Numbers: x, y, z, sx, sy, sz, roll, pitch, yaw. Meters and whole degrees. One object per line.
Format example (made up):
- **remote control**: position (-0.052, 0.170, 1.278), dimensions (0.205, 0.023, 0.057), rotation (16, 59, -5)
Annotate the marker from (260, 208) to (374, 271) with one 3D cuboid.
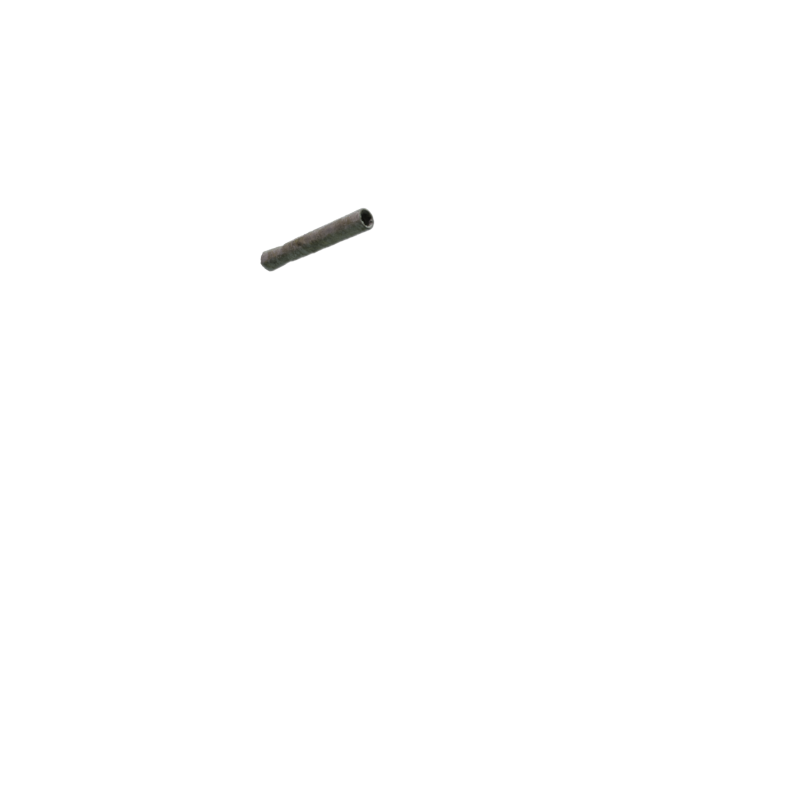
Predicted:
- **marker**: position (-0.072, -0.132, 0.922), dimensions (0.122, 0.020, 0.019), rotation (-16, -8, 39)
